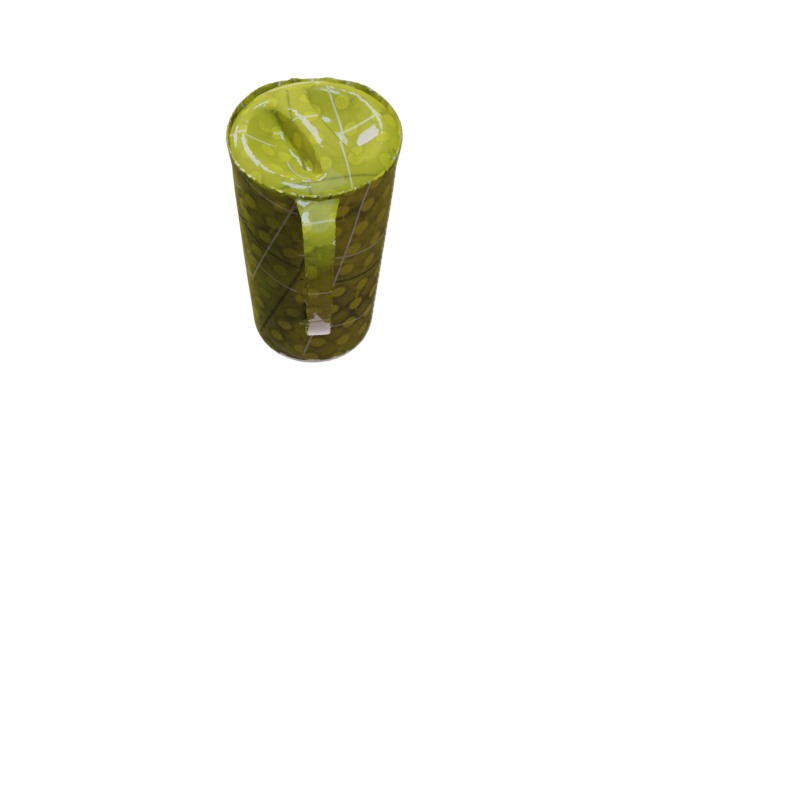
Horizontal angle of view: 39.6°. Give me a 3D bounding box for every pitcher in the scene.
[{"bbox_3d":[-0.072,-0.131,0.914,0.153,0.151,0.227,35,-31,21],"label":"pitcher"}]
